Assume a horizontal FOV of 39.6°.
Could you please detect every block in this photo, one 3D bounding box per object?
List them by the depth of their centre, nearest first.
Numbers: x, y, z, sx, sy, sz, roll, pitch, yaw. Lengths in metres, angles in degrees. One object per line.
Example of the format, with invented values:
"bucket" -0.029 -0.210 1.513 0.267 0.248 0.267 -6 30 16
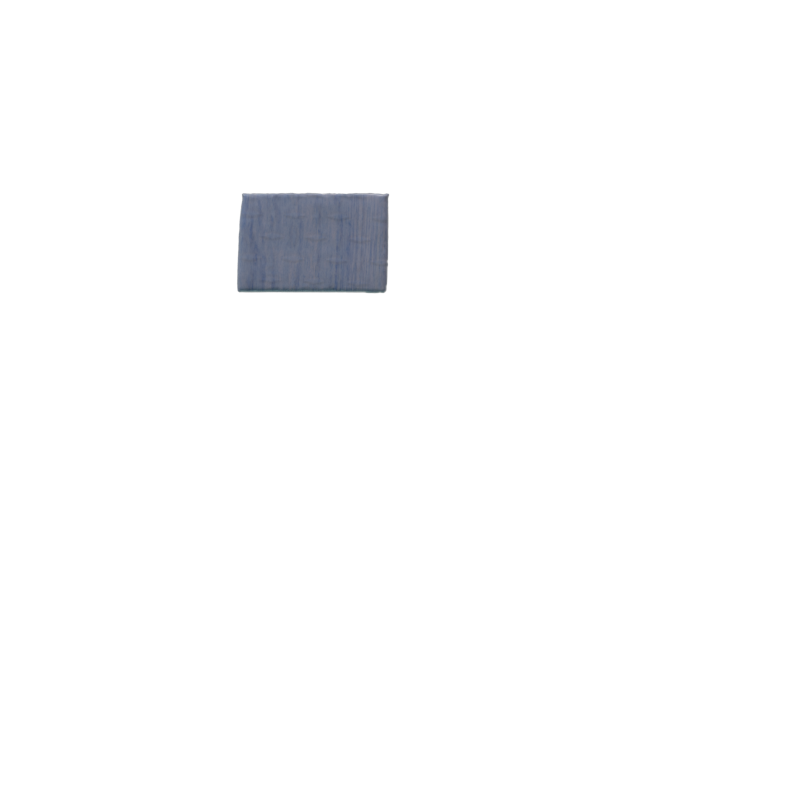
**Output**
"block" -0.046 -0.084 0.591 0.078 0.051 0.053 0 6 -1
